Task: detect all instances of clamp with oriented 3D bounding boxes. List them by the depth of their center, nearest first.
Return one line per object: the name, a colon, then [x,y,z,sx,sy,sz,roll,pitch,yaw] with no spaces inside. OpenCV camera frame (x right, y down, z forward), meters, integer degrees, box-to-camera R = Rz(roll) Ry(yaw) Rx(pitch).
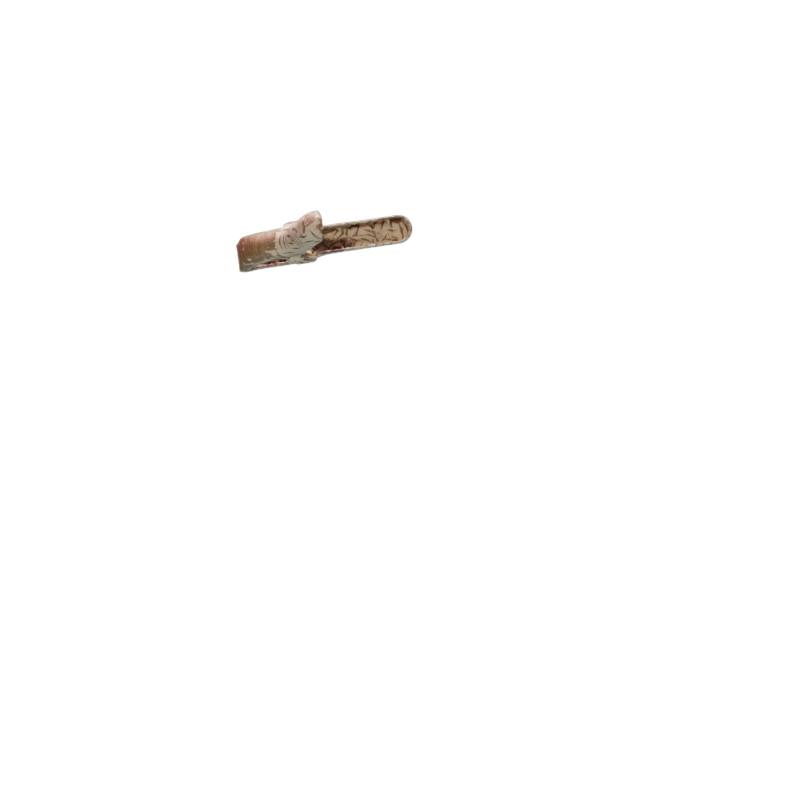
clamp: [-0.076,-0.139,0.974,0.115,0.040,0.176,2,-2,-37]
